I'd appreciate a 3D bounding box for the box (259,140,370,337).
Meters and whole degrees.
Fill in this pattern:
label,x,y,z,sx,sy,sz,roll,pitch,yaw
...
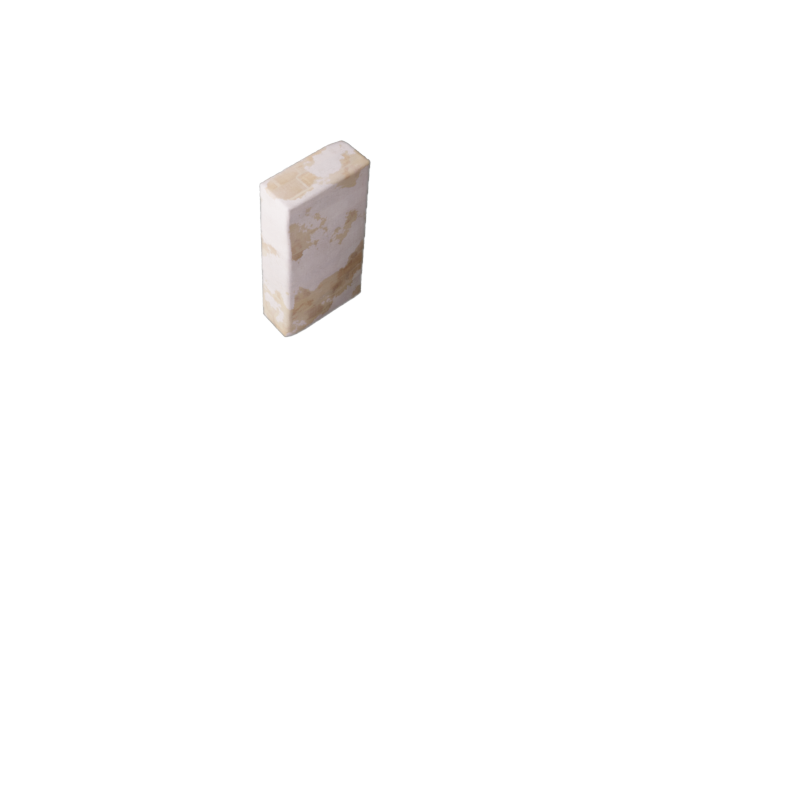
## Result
label,x,y,z,sx,sy,sz,roll,pitch,yaw
box,-0.077,-0.140,0.982,0.094,0.164,0.051,-34,60,-27
